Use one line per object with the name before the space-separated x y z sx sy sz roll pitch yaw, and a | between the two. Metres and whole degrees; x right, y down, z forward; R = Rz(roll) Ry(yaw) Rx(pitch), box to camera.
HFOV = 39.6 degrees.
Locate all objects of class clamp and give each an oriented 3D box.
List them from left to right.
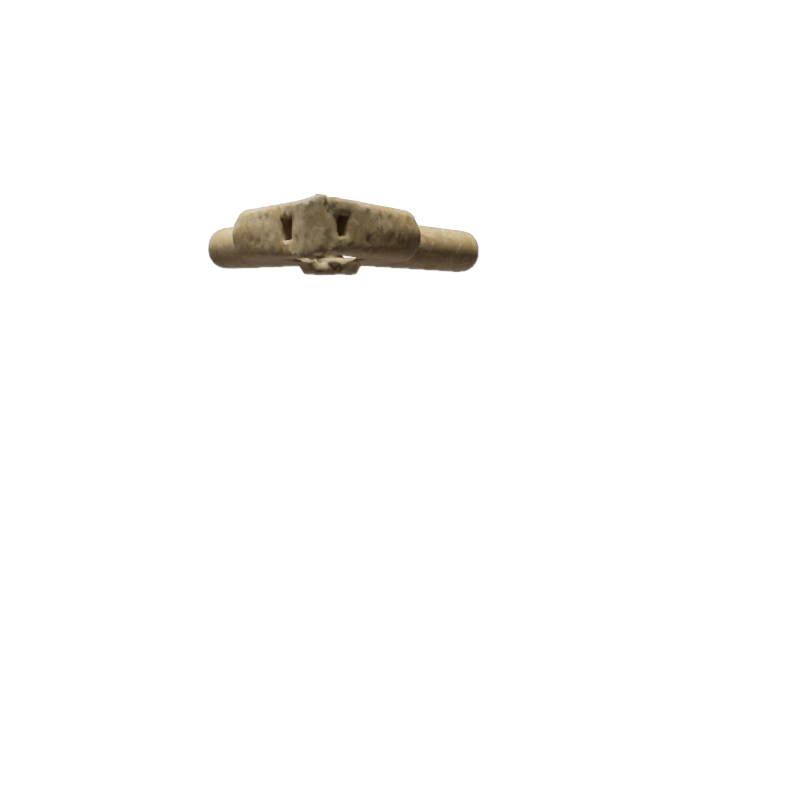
clamp | -0.047 -0.085 0.598 0.167 0.036 0.207 1 4 10
